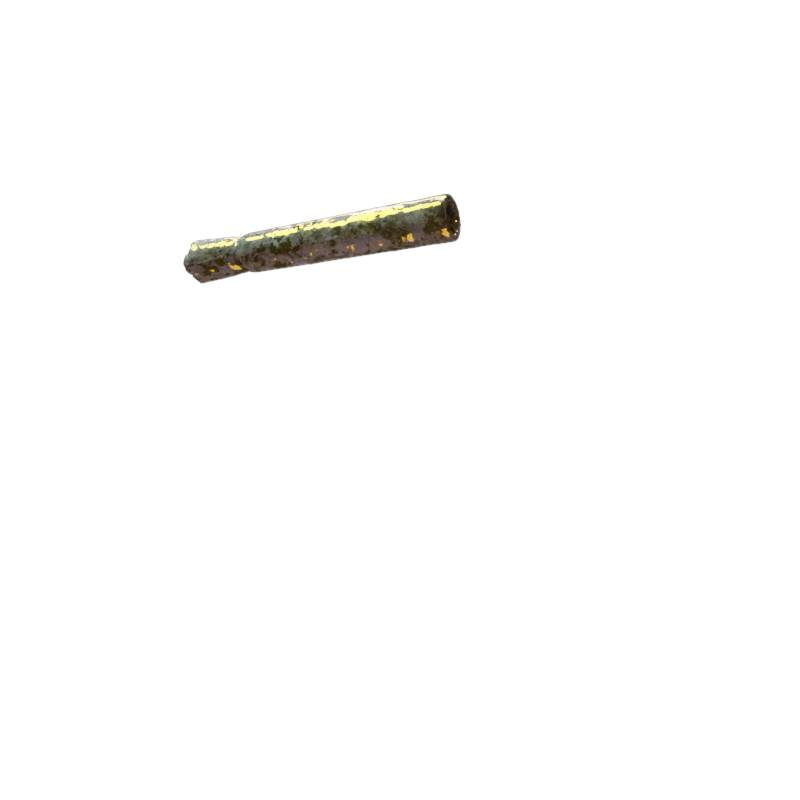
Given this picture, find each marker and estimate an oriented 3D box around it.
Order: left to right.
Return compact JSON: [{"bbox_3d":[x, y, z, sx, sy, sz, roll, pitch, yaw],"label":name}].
[{"bbox_3d":[-0.035,-0.064,0.451,0.124,0.020,0.019,-6,1,25],"label":"marker"}]
